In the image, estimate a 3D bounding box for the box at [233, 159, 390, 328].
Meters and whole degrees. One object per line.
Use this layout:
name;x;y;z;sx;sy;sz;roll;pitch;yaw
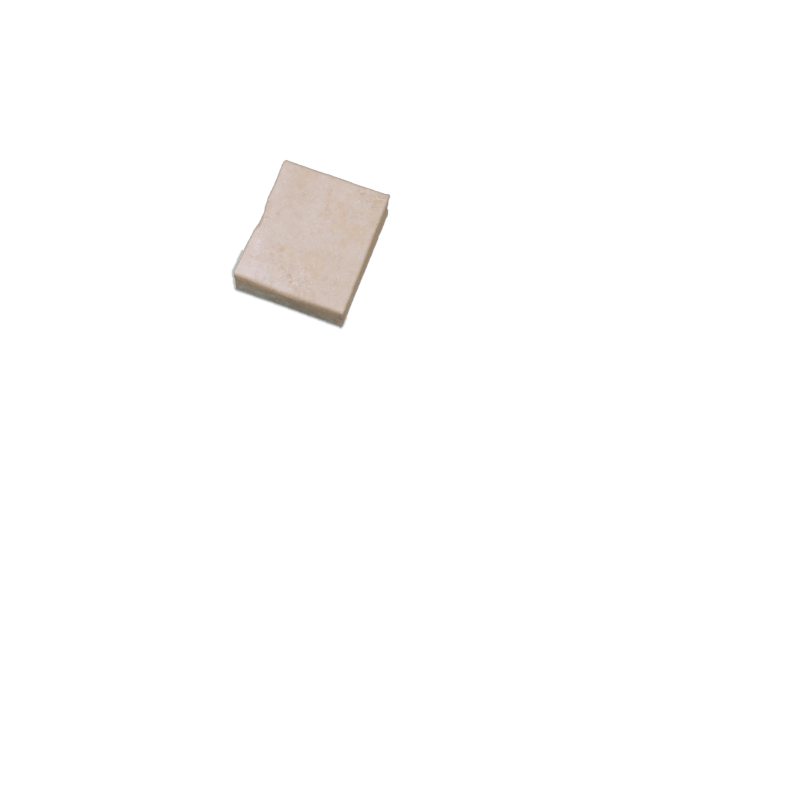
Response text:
box;-0.055;-0.100;0.698;0.074;0.092;0.029;19;-22;7
